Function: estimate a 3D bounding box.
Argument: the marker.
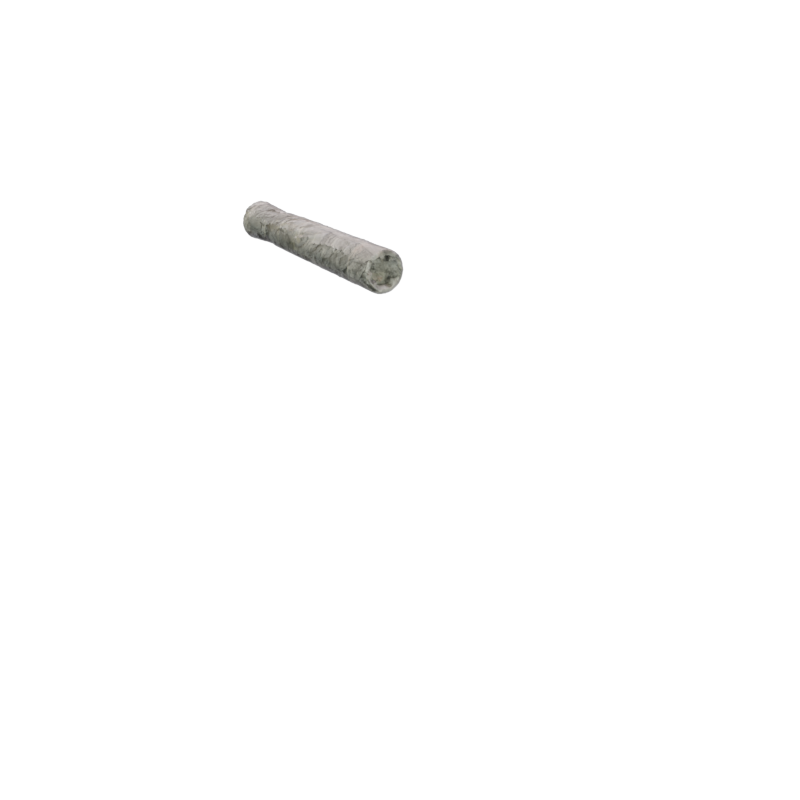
[{"bbox_3d":[-0.039,-0.071,0.497,0.019,0.019,0.129,-3,19,-31],"label":"marker"}]
